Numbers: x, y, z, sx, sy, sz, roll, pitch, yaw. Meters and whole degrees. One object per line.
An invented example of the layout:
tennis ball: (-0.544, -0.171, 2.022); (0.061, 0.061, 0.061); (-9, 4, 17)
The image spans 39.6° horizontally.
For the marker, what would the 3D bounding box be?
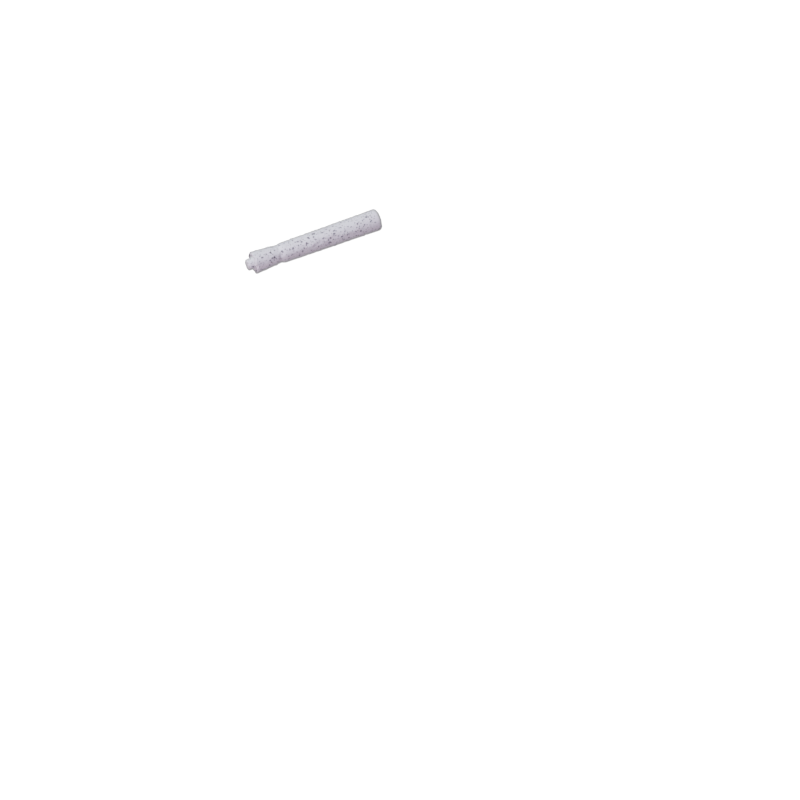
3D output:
marker: (-0.072, -0.132, 0.924); (0.120, 0.019, 0.020); (-22, 11, -18)
